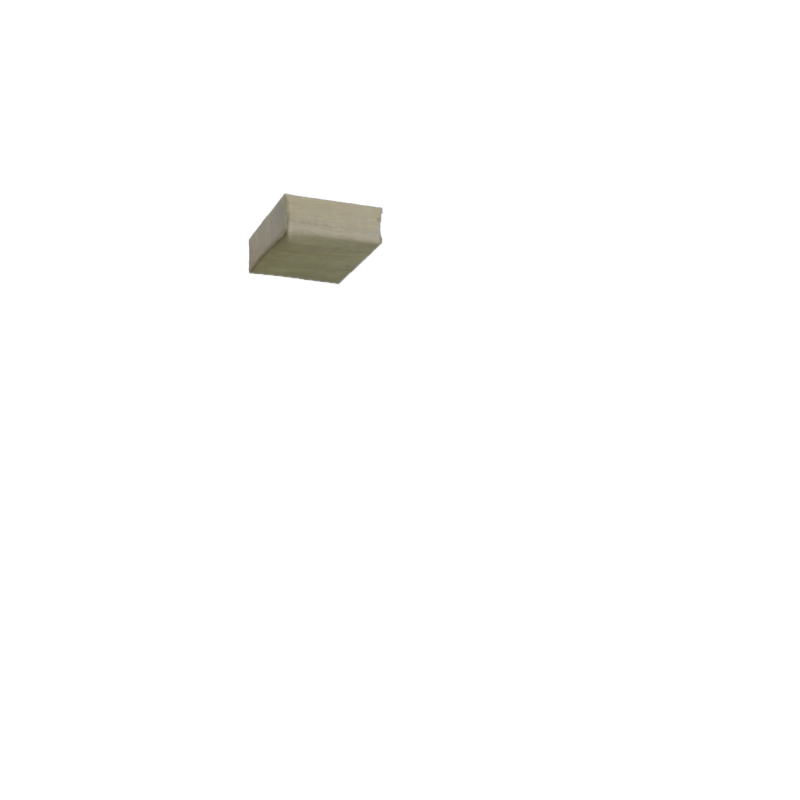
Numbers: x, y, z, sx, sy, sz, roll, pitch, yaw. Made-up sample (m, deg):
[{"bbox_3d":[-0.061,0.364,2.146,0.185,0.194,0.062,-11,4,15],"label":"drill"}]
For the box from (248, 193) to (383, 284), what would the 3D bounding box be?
[{"bbox_3d":[-0.077,-0.139,0.976,0.087,0.040,0.112,5,-14,-21],"label":"box"}]
